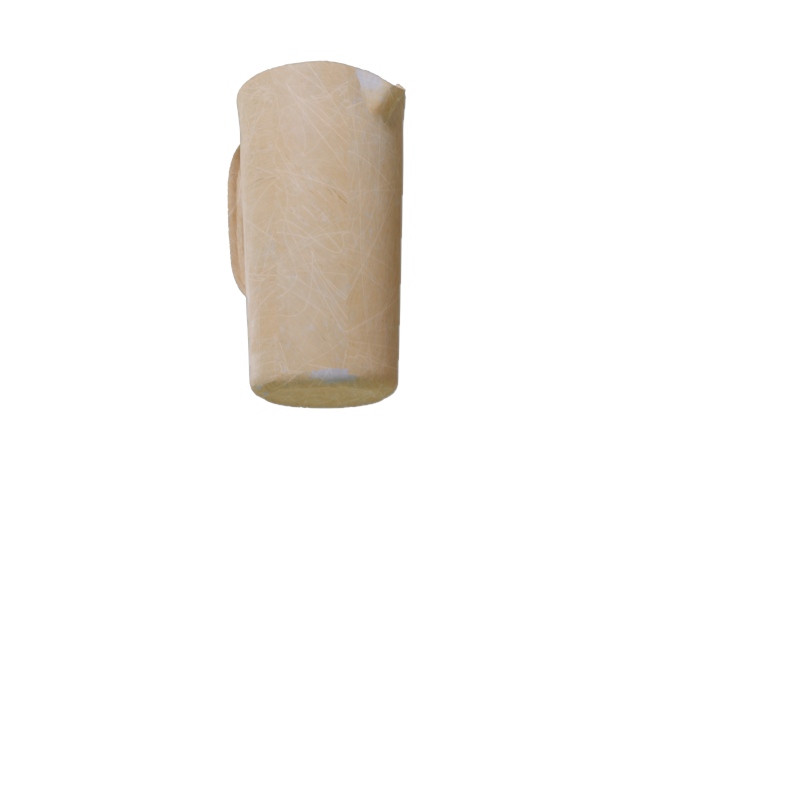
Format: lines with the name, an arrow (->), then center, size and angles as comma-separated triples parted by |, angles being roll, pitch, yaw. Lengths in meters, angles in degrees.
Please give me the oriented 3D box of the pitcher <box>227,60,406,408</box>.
pitcher -> -0.066, -0.120, 0.843 | 0.145, 0.253, 0.143 | -1, -16, -1
